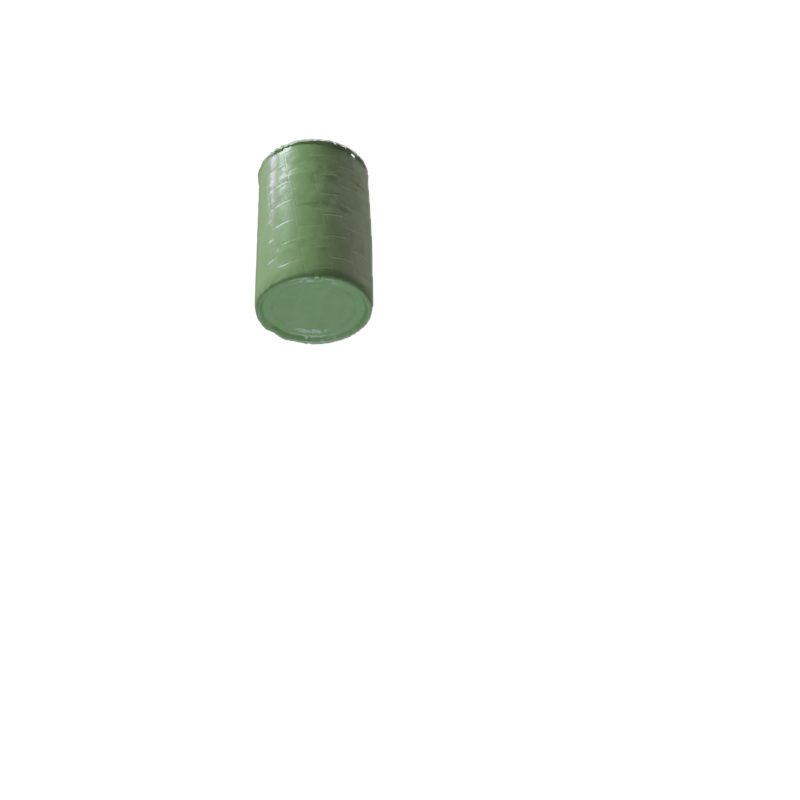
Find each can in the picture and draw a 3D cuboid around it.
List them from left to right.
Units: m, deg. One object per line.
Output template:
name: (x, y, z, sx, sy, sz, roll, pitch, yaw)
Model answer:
can: (-0.051, -0.092, 0.648, 0.068, 0.109, 0.064, -1, -35, -2)
